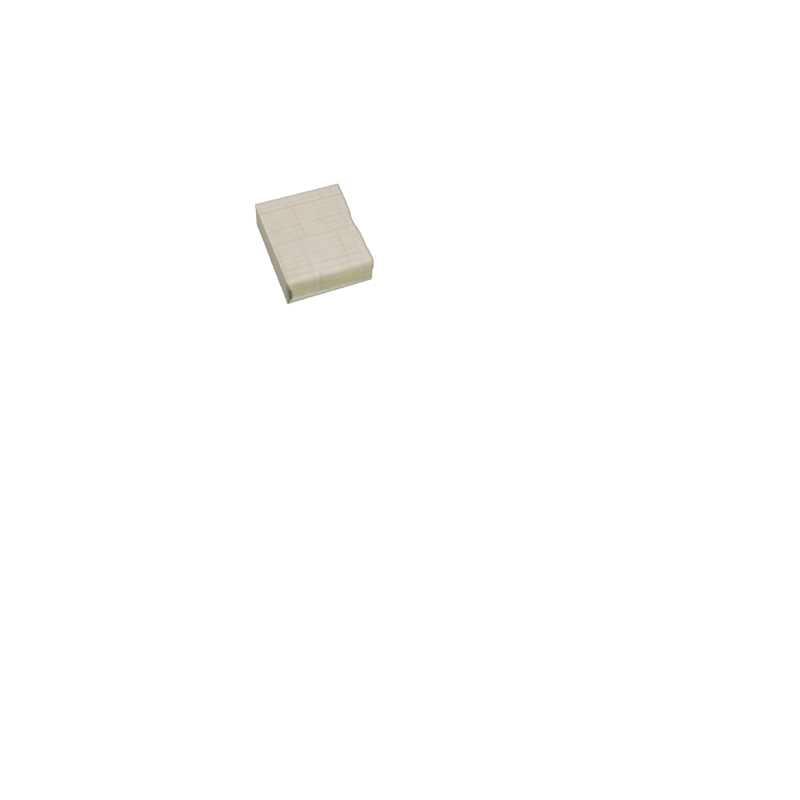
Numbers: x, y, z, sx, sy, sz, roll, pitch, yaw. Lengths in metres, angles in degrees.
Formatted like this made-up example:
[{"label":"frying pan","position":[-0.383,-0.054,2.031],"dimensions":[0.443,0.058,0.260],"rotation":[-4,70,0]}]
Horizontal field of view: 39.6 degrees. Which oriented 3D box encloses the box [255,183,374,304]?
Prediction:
[{"label":"box","position":[-0.070,-0.128,0.898],"dimensions":[0.072,0.096,0.028],"rotation":[-16,-33,-11]}]
